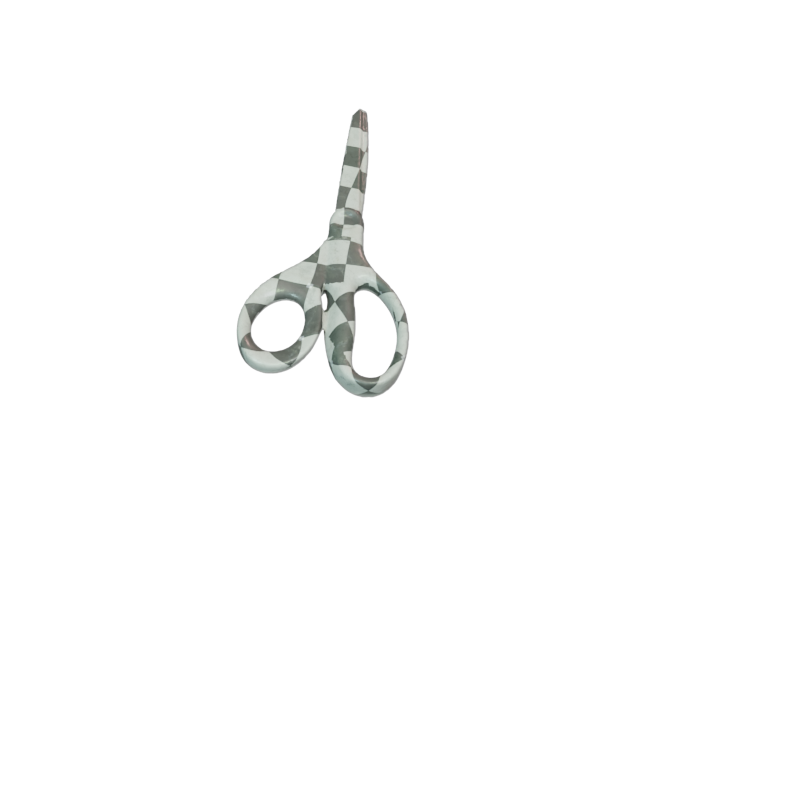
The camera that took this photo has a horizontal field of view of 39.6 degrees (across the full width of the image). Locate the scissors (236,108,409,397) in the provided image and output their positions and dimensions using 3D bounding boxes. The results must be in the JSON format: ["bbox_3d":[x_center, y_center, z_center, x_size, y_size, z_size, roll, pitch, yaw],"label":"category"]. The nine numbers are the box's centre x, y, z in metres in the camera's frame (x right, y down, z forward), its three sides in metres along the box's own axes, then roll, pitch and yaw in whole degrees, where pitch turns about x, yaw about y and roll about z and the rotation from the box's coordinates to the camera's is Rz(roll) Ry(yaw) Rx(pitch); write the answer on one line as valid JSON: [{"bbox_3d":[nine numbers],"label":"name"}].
[{"bbox_3d":[-0.047,-0.086,0.605,0.095,0.218,0.015,-8,-38,-7],"label":"scissors"}]
